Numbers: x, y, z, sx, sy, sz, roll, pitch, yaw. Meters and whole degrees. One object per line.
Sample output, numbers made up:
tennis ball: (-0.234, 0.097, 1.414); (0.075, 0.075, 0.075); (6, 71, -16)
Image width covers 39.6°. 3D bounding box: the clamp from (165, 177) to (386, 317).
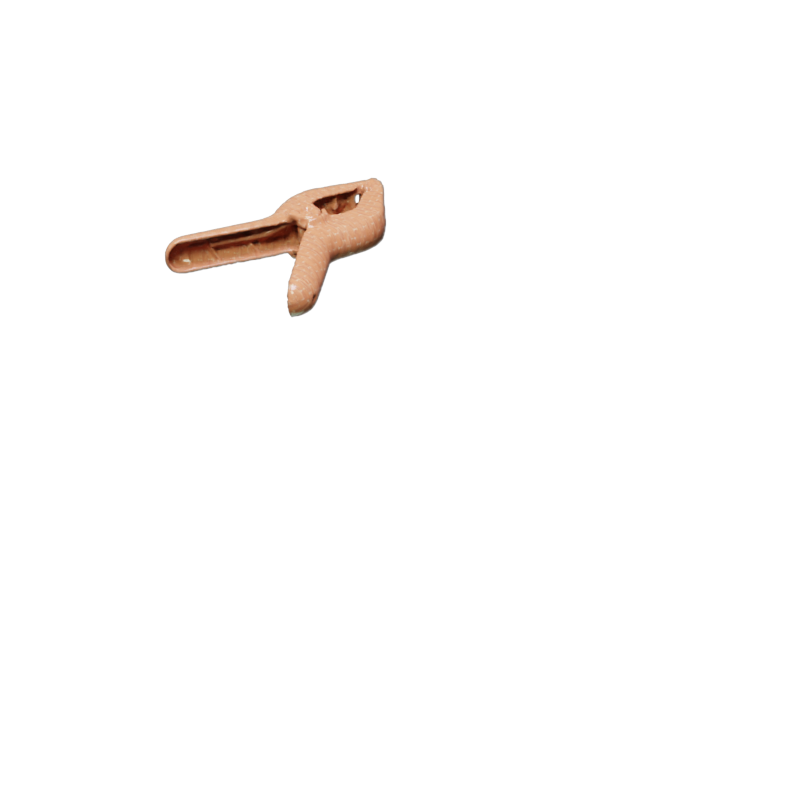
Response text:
clamp: (-0.059, -0.107, 0.748); (0.171, 0.037, 0.128); (-31, 47, -34)
